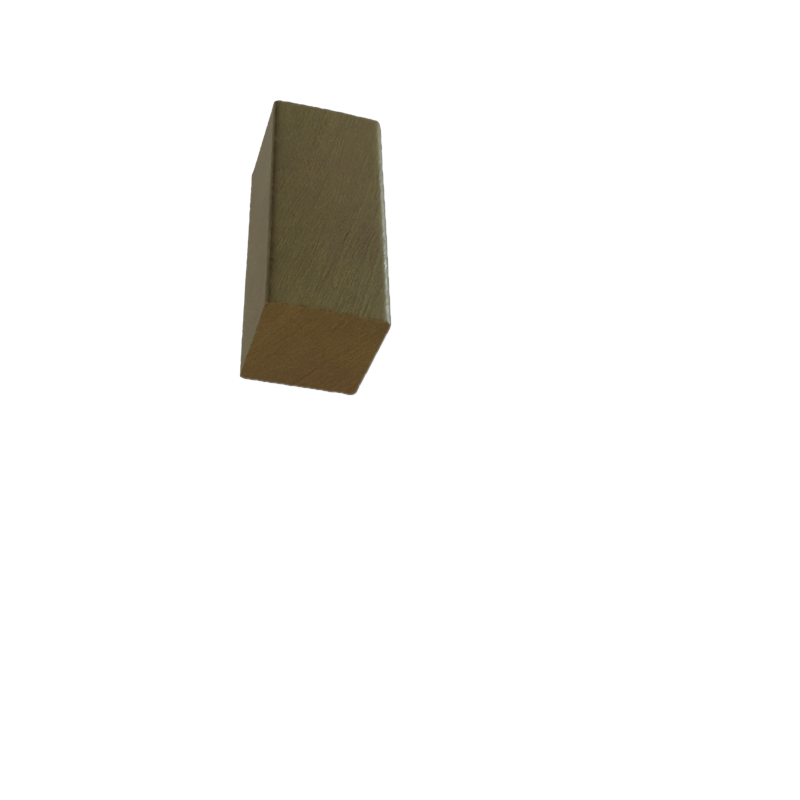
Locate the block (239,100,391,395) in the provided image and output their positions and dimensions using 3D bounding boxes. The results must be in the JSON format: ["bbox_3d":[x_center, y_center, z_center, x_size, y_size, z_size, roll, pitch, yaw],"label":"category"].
[{"bbox_3d":[-0.065,-0.120,0.838,0.088,0.221,0.086,9,-41,-15],"label":"block"}]
